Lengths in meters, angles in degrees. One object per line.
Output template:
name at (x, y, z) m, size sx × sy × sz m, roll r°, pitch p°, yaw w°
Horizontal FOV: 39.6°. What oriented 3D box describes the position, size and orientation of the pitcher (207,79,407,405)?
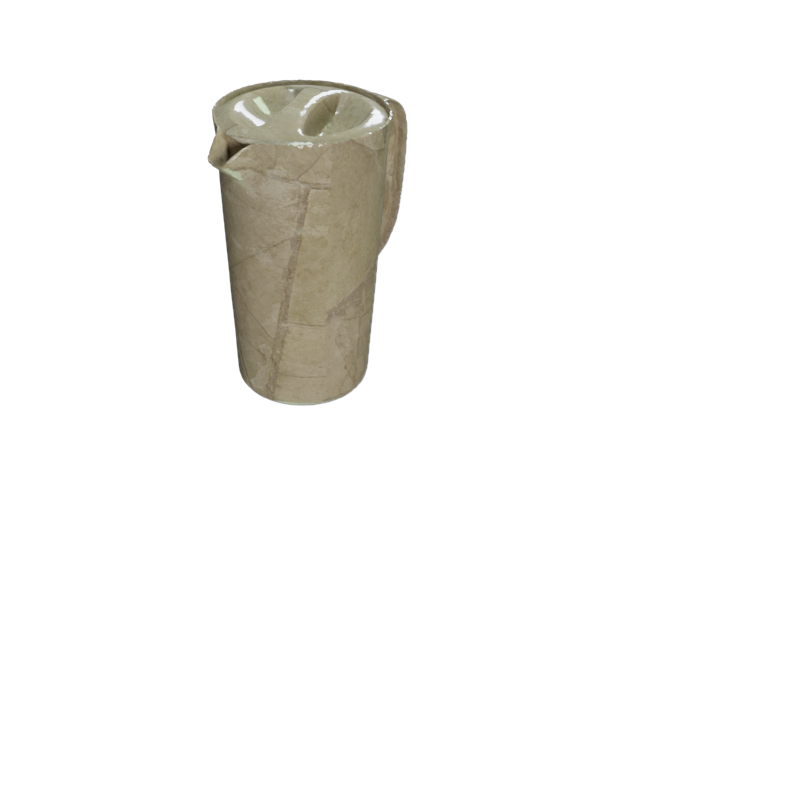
pitcher at (-0.069, -0.125, 0.878) m, size 0.149 × 0.228 × 0.154 m, roll 1°, pitch 32°, yaw -1°
